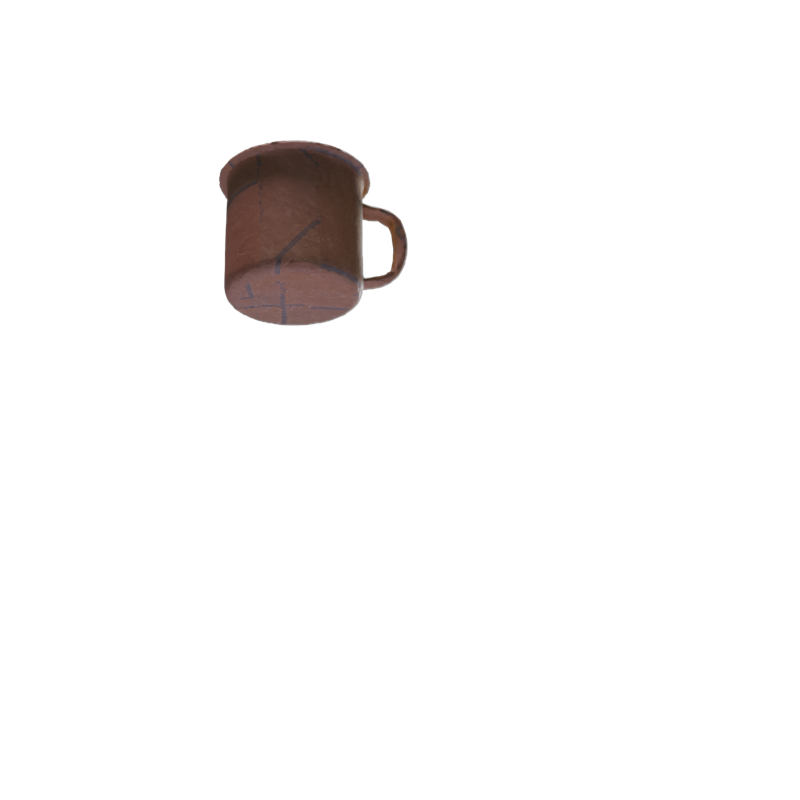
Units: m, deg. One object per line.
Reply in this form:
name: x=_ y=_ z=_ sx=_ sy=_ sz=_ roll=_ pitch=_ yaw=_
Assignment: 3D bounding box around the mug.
mug: x=-0.052 y=-0.095 z=0.666 sx=0.114 sy=0.086 sz=0.090 roll=7 pitch=-25 yaw=-17
